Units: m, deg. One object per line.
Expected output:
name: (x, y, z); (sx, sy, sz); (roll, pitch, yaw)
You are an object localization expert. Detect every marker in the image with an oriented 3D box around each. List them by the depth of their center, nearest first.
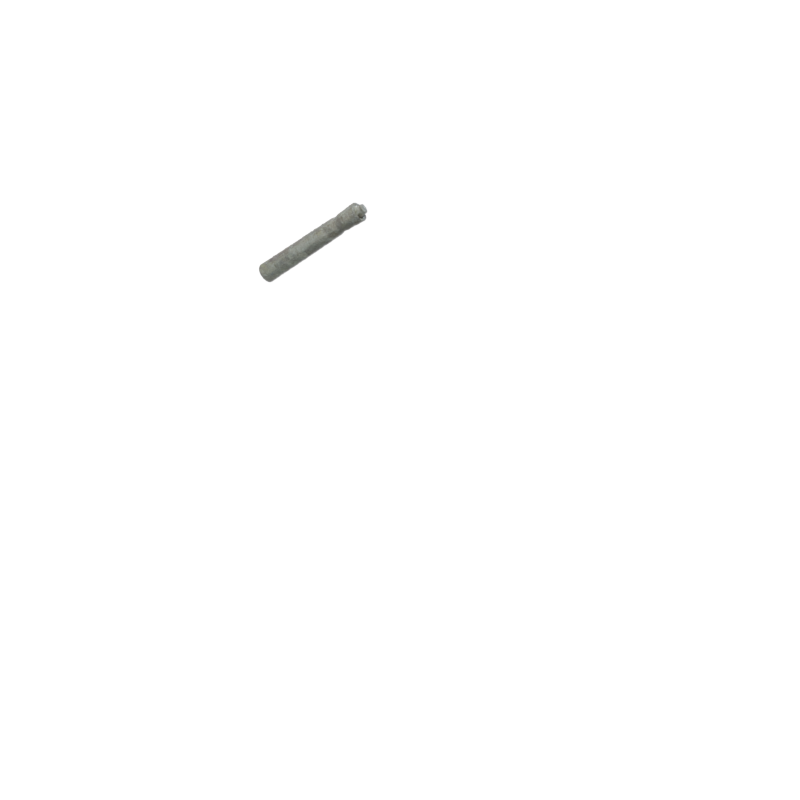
marker: (-0.078, -0.142, 0.992); (0.120, 0.020, 0.019); (-29, -12, 29)
